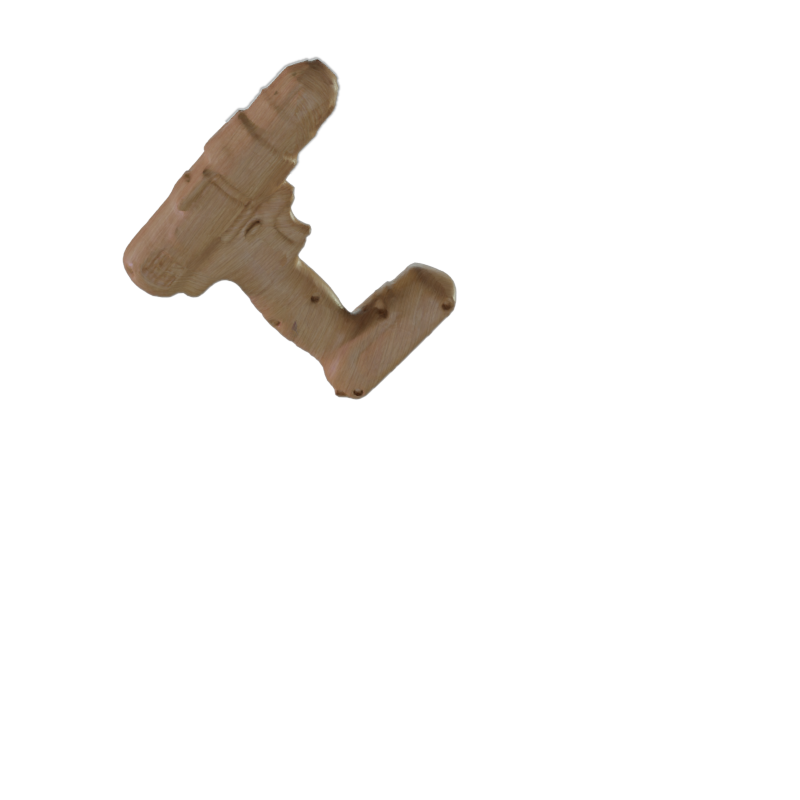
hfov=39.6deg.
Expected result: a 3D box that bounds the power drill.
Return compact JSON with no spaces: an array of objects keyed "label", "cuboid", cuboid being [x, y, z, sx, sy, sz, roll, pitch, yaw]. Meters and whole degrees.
[{"label":"power drill","cuboid":[-0.056,-0.101,0.709,0.180,0.182,0.061,39,20,-17]}]
